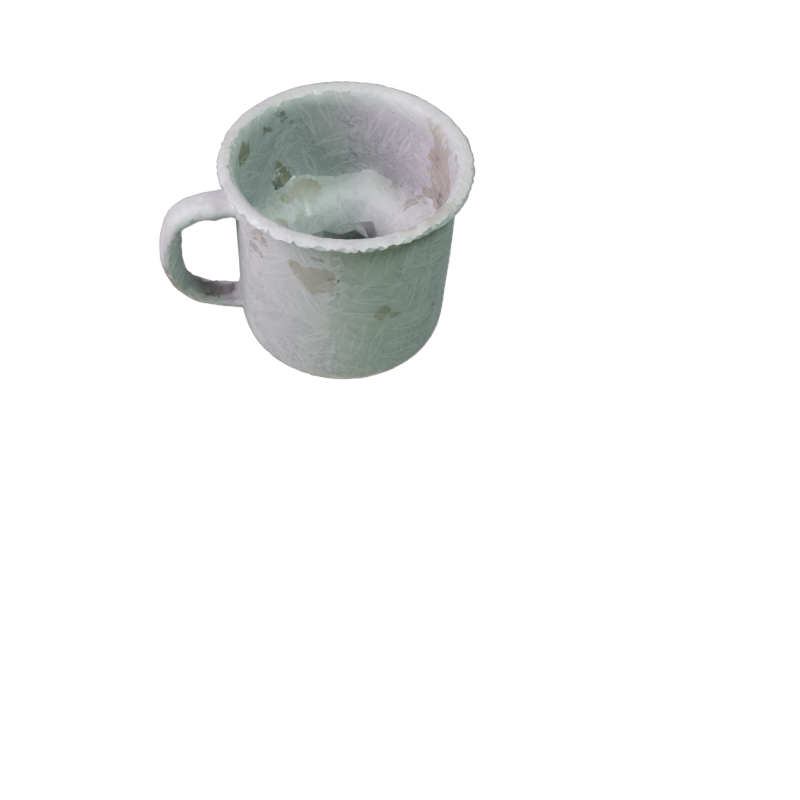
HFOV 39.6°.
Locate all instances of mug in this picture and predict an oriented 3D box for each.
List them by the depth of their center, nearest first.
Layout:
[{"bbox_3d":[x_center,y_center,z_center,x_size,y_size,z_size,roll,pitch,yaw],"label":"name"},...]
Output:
[{"bbox_3d":[-0.033,-0.061,0.425,0.116,0.101,0.076,-10,-40,-10],"label":"mug"}]
